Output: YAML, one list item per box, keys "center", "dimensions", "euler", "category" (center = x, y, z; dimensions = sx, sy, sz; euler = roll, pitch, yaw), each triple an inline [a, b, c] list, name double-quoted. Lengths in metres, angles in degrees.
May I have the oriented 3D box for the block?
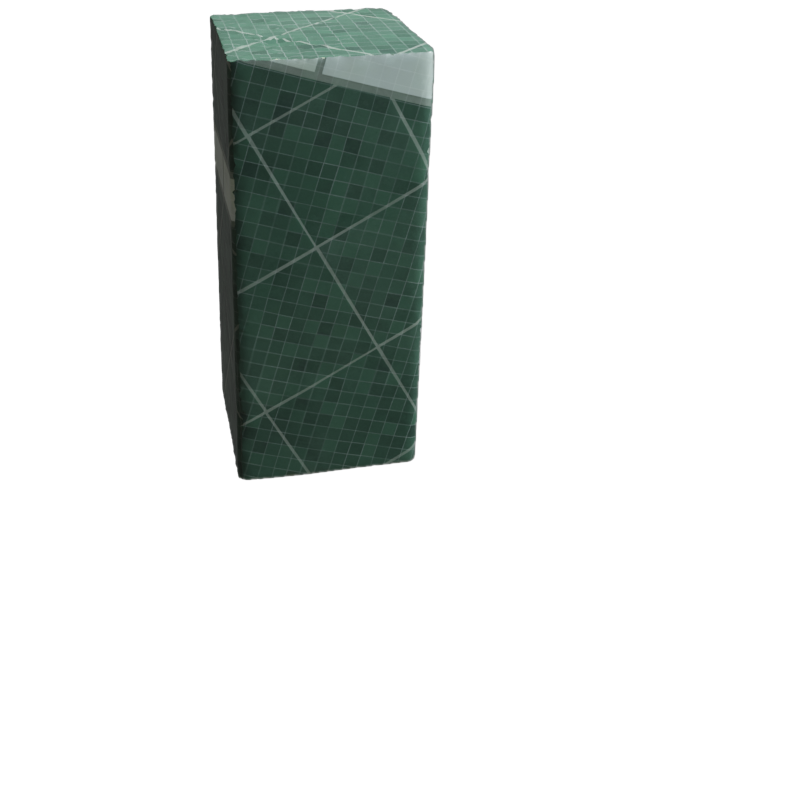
- center: [-0.041, -0.076, 0.536]
  dimensions: [0.089, 0.195, 0.097]
  euler: [-4, 26, -12]
  category: "block"
